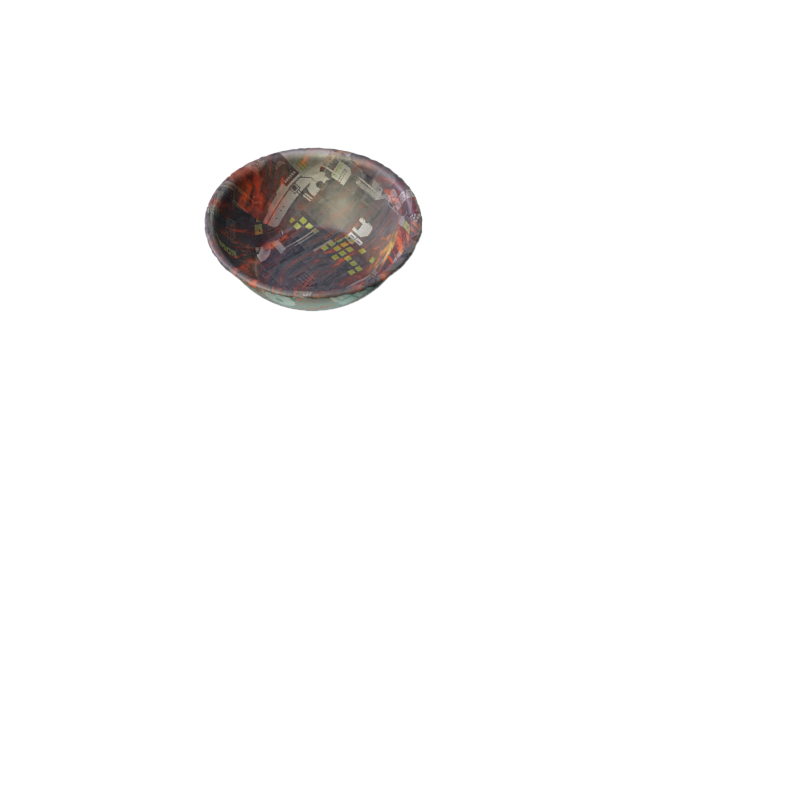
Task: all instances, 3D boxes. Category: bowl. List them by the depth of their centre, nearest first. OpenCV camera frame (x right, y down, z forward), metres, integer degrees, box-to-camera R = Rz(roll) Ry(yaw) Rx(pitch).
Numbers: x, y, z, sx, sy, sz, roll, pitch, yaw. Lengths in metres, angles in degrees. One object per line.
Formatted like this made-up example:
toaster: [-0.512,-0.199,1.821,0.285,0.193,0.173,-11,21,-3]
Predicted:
bowl: [-0.066,-0.120,0.840,0.162,0.174,0.051,-1,-41,-1]
